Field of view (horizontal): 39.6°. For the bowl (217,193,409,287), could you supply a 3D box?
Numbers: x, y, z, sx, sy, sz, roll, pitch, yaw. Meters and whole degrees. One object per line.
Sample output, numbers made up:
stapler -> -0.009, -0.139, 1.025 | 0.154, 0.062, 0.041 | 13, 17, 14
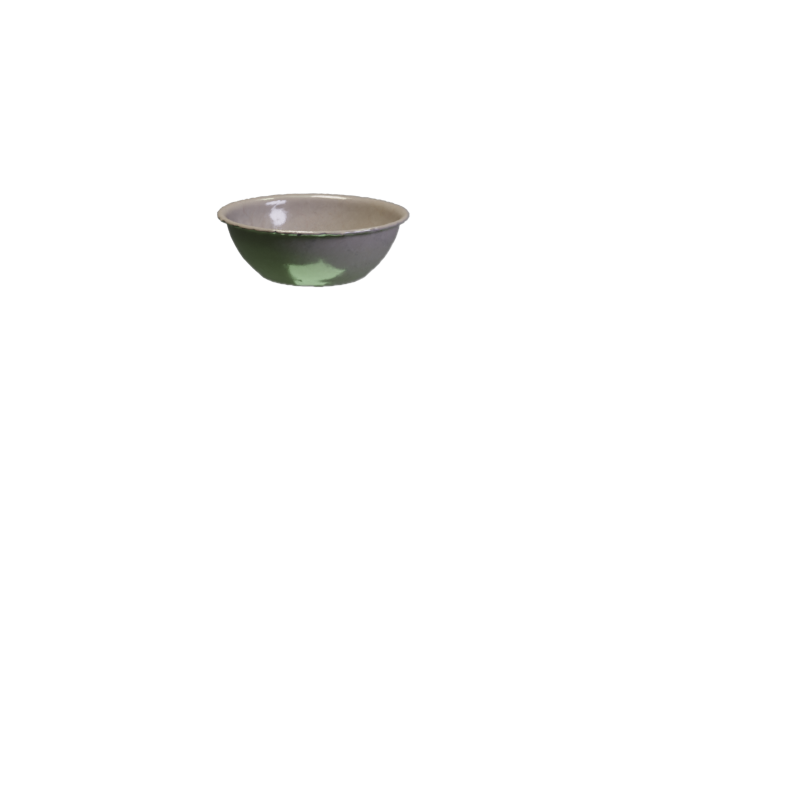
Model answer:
bowl -> -0.073, -0.134, 0.935 | 0.162, 0.053, 0.169 | -1, 20, -2
